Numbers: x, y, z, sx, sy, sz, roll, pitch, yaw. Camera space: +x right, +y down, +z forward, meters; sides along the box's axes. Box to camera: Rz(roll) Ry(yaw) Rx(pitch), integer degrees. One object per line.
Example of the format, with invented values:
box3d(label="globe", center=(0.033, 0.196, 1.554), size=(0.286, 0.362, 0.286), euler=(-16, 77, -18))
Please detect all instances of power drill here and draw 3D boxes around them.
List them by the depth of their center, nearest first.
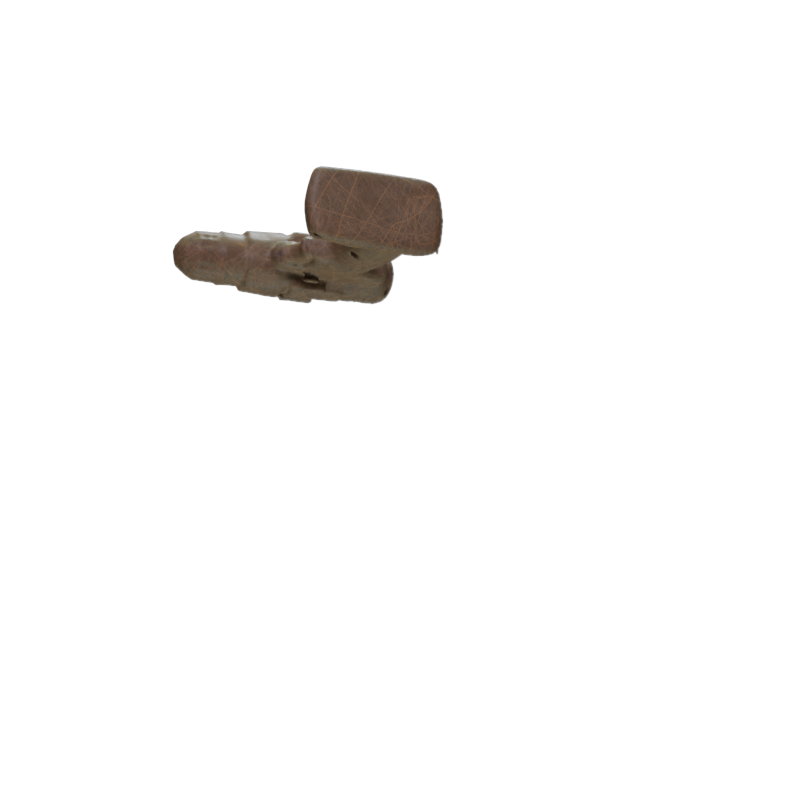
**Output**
box3d(label="power drill", center=(-0.066, -0.121, 0.844), size=(0.179, 0.059, 0.188), euler=(4, -10, -22))
